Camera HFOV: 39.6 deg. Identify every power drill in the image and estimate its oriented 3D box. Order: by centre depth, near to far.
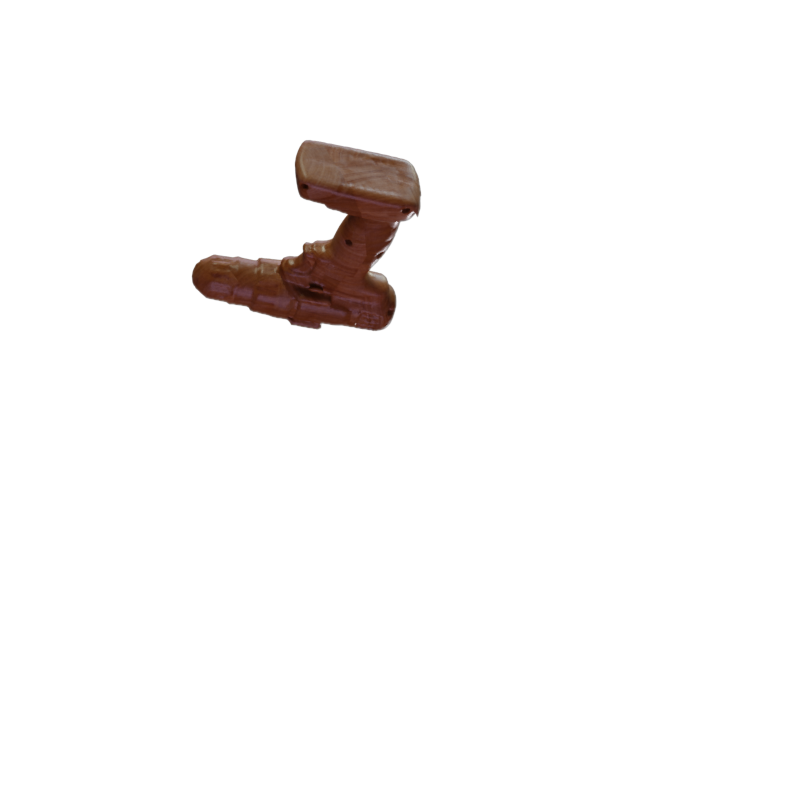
[{"bbox_3d":[-0.074,-0.134,0.941,0.181,0.061,0.179,9,-37,-13],"label":"power drill"}]
